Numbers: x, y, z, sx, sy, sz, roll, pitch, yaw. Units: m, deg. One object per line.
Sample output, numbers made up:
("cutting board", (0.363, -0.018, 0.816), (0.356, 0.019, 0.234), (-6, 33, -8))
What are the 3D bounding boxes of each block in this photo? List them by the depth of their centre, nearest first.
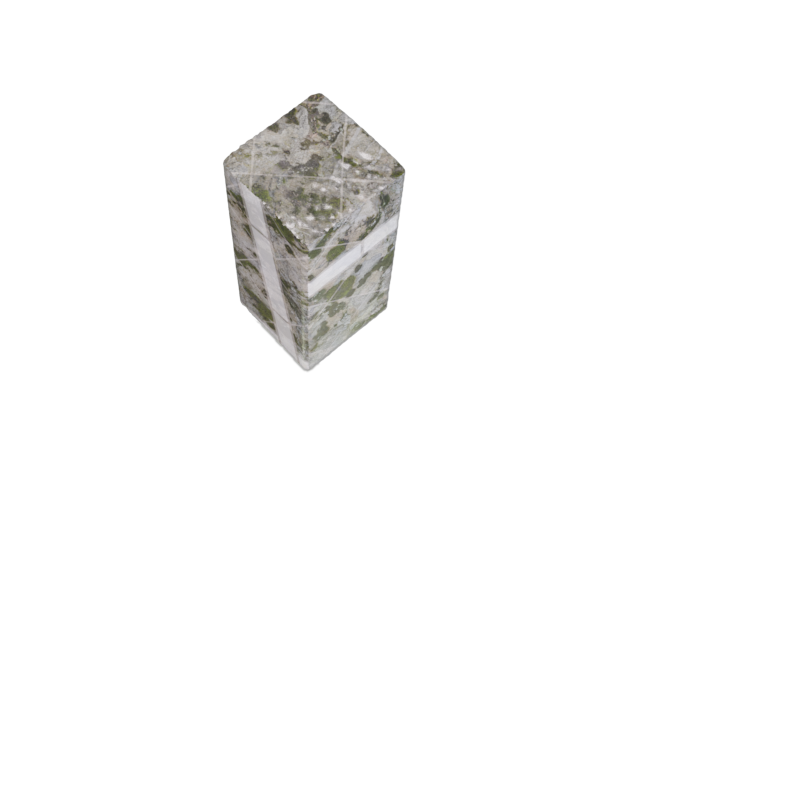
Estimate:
("block", (-0.065, -0.118, 0.821), (0.091, 0.094, 0.195), (-40, -15, -18))
